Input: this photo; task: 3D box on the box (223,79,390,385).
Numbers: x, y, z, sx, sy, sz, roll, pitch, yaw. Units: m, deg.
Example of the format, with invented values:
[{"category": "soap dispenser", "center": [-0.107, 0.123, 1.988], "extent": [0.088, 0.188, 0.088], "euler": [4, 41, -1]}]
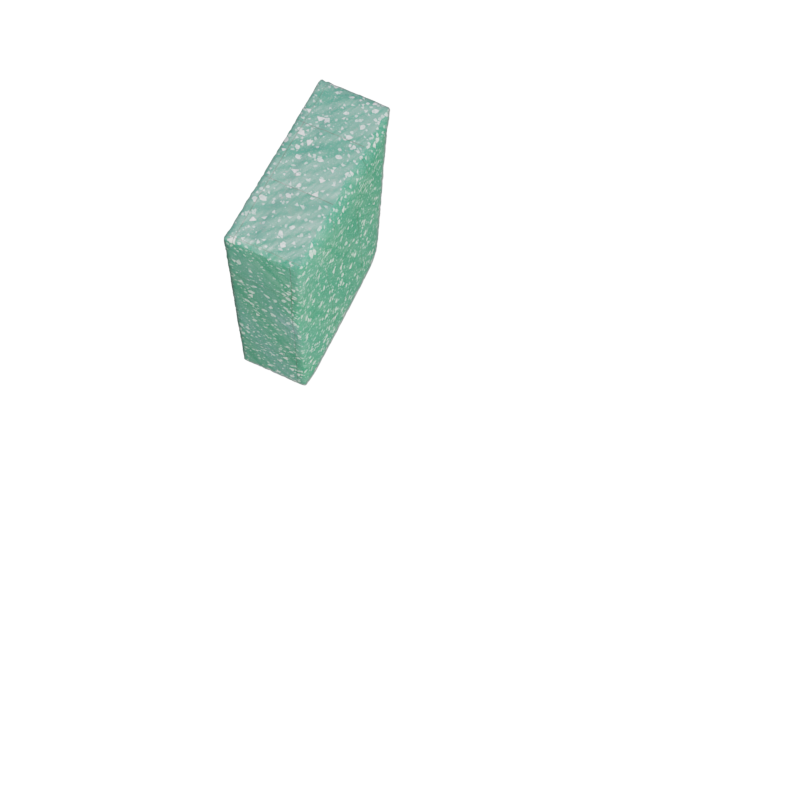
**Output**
[{"category": "box", "center": [-0.072, -0.131, 0.918], "extent": [0.073, 0.170, 0.202], "euler": [23, -24, 6]}]
